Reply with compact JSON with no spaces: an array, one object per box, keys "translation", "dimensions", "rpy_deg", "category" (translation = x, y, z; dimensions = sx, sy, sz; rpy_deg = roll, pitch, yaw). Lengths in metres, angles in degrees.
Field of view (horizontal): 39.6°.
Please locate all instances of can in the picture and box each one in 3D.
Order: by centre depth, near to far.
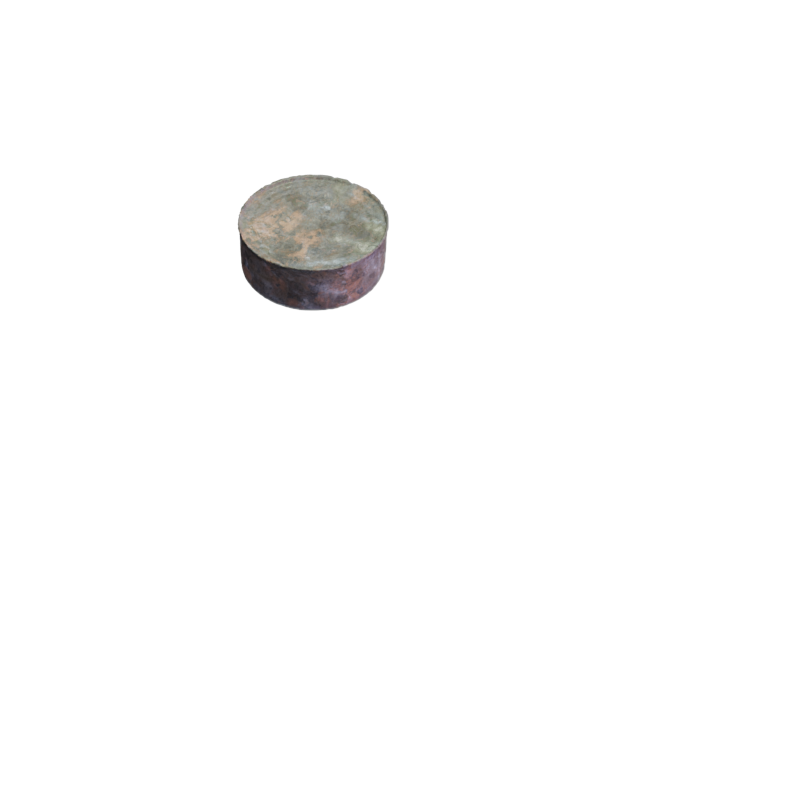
[{"translation":[-0.050,-0.091,0.639],"dimensions":[0.086,0.031,0.092],"rpy_deg":[-1,44,-1],"category":"can"}]
